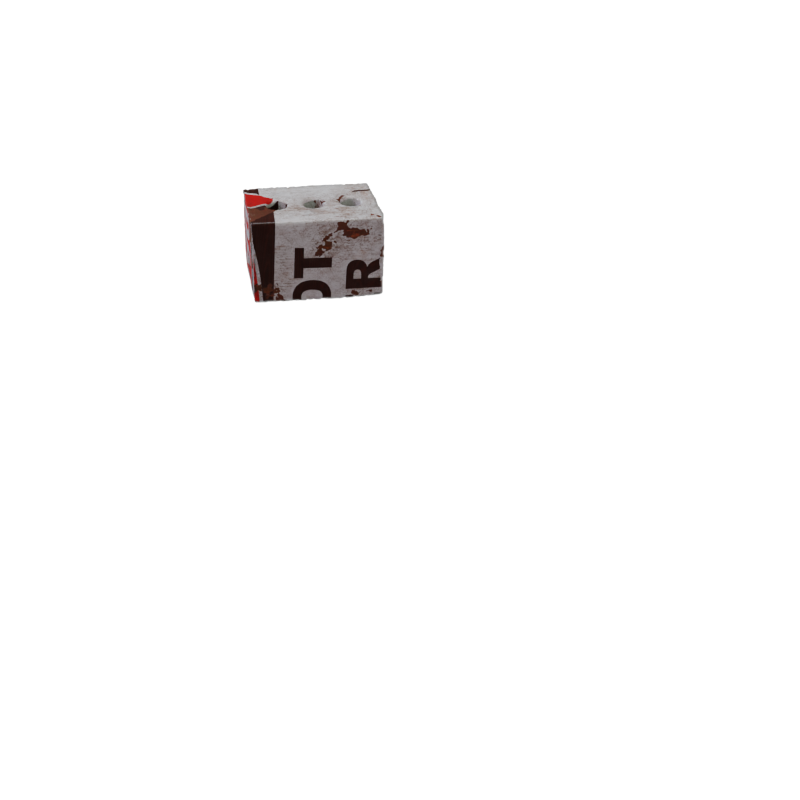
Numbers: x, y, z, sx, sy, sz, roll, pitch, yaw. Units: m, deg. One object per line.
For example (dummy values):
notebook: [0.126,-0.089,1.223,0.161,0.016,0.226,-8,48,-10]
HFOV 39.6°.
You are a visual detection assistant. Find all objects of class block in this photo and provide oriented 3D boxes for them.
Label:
block: [-0.051,-0.093,0.653,0.077,0.048,0.056,-4,29,-9]
